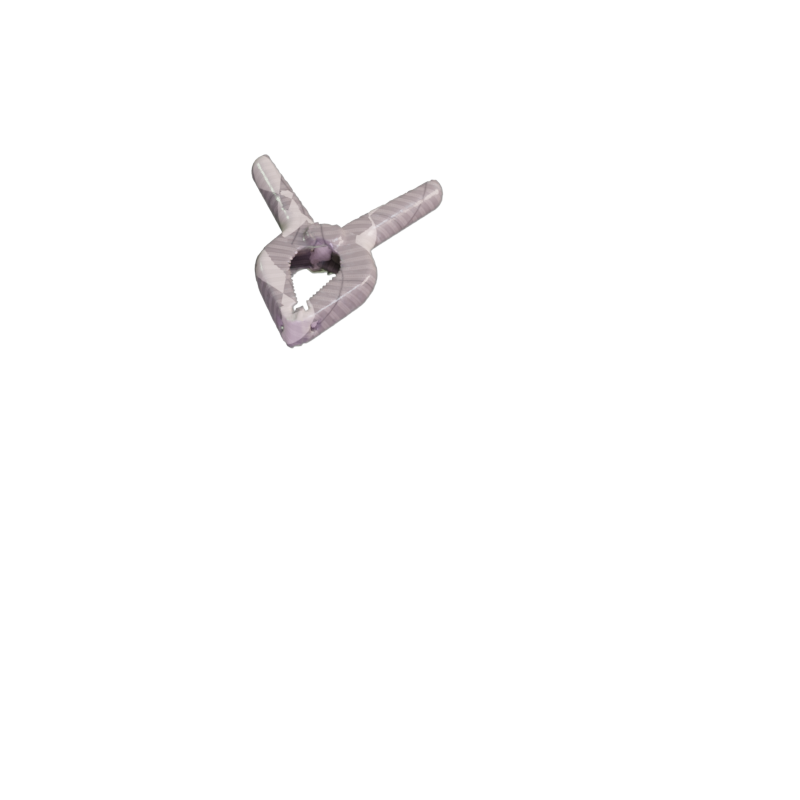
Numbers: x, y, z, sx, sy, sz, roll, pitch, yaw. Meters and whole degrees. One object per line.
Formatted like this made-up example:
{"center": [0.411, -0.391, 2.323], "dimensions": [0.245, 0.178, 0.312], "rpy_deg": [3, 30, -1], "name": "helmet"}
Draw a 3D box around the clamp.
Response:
{"center": [-0.069, -0.126, 0.884], "dimensions": [0.169, 0.034, 0.220], "rpy_deg": [12, 46, 12], "name": "clamp"}
